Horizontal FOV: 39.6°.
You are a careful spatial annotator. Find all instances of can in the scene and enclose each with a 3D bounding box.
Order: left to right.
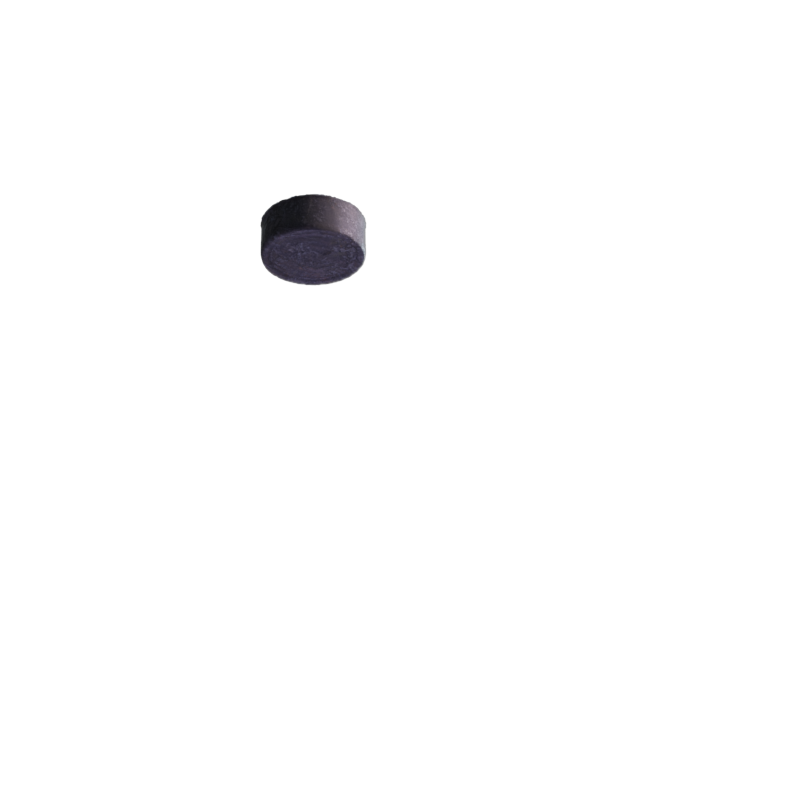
[{"bbox_3d":[-0.070,-0.127,0.892,0.086,0.036,0.081,1,-28,-2],"label":"can"}]
